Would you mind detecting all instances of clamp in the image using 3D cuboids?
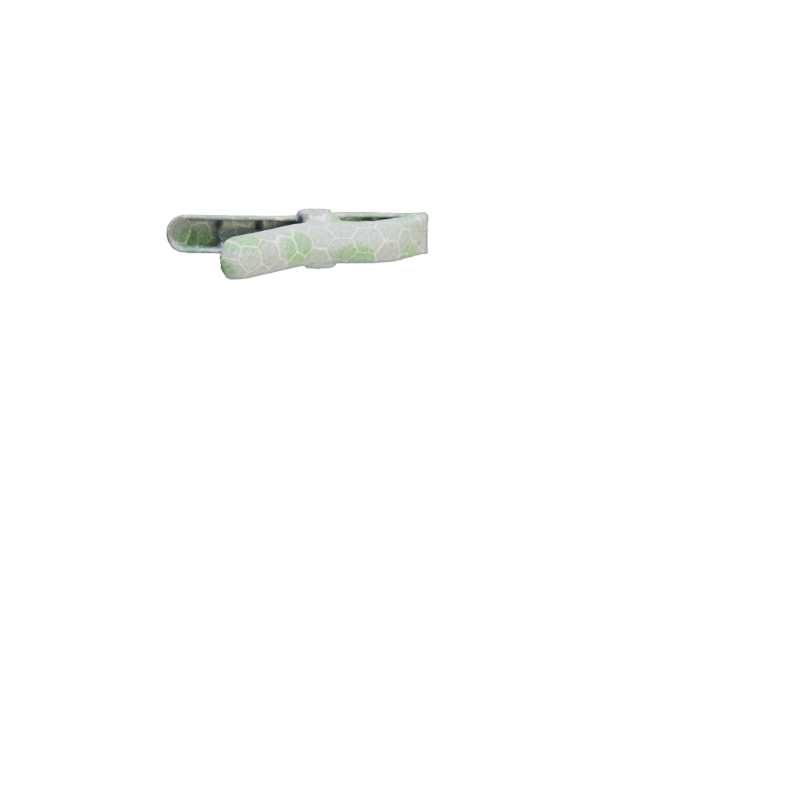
[{"bbox_3d":[-0.055,-0.100,0.699,0.169,0.038,0.127,-7,23,-16],"label":"clamp"}]
